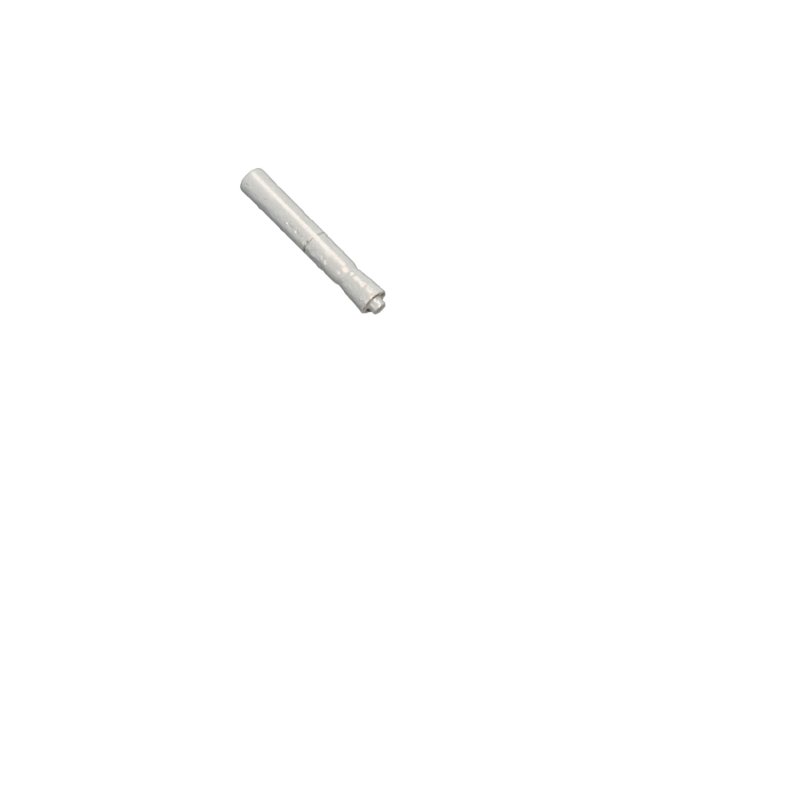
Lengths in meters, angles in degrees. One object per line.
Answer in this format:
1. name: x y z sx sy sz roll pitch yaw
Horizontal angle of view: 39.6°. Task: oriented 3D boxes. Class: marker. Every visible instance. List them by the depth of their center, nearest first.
1. marker: -0.053 -0.096 0.672 0.128 0.019 0.019 46 23 21
